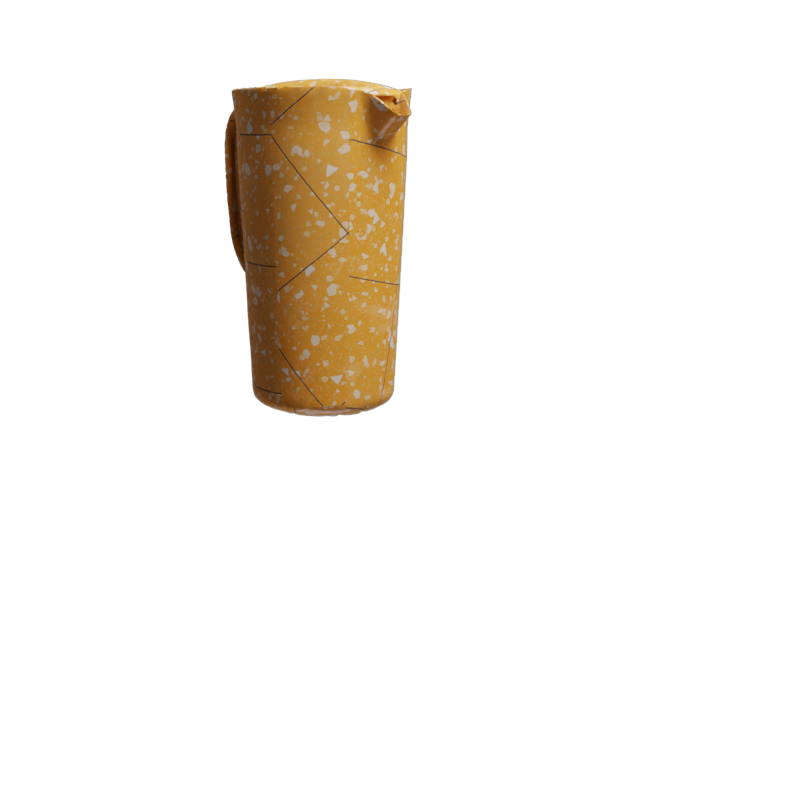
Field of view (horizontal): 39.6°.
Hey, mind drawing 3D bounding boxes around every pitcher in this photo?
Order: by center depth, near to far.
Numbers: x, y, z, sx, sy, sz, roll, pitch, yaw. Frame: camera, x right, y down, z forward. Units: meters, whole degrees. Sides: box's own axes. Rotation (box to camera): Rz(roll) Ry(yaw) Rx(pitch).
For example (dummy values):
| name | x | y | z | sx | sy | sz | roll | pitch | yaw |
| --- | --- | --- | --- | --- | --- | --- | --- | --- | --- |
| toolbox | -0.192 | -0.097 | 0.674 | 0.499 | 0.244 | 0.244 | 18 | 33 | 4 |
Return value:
| name | x | y | z | sx | sy | sz | roll | pitch | yaw |
| --- | --- | --- | --- | --- | --- | --- | --- | --- | --- |
| pitcher | -0.066 | -0.120 | 0.838 | 0.145 | 0.239 | 0.152 | 0 | 8 | -1 |
